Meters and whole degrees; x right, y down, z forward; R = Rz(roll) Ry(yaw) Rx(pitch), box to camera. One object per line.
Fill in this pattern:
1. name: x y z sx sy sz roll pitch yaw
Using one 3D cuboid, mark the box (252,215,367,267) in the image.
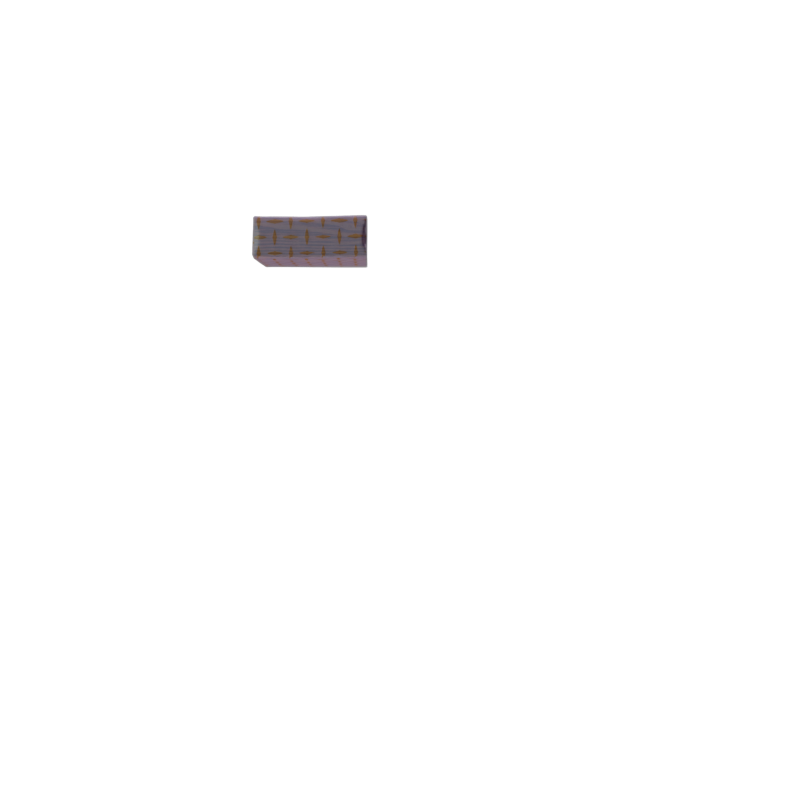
1. box: -0.058 -0.106 0.741 0.073 0.030 0.089 0 2 1
